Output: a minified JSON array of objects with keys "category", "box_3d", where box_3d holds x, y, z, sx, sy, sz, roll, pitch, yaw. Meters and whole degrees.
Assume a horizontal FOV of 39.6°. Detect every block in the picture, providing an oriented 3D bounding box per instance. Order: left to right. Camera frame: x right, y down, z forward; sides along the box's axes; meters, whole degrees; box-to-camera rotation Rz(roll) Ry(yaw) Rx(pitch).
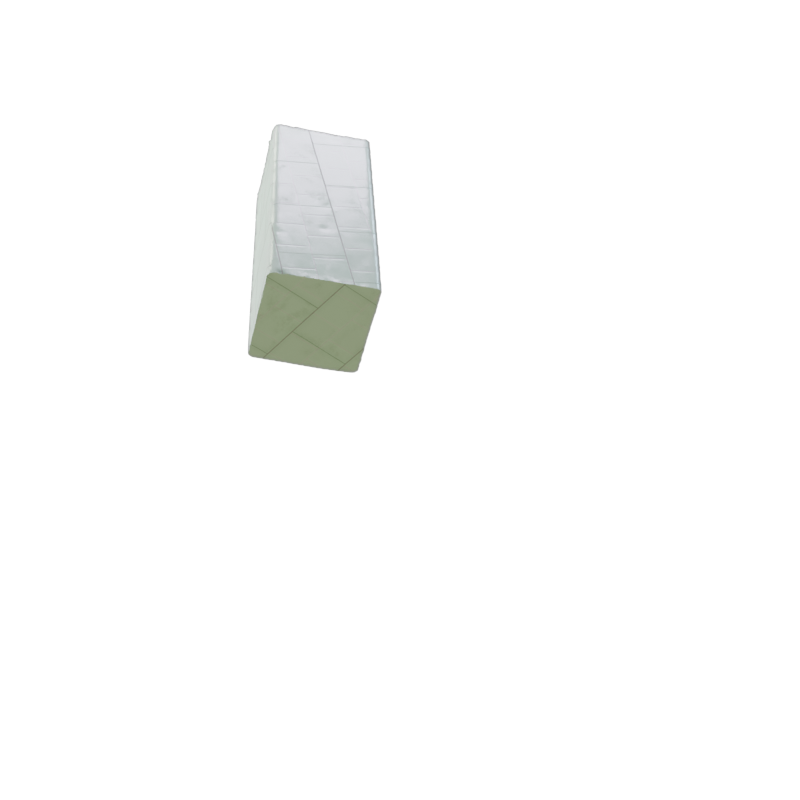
[{"category":"block","box_3d":[-0.073,-0.132,0.923,0.089,0.086,0.221,8,41,-11]}]
